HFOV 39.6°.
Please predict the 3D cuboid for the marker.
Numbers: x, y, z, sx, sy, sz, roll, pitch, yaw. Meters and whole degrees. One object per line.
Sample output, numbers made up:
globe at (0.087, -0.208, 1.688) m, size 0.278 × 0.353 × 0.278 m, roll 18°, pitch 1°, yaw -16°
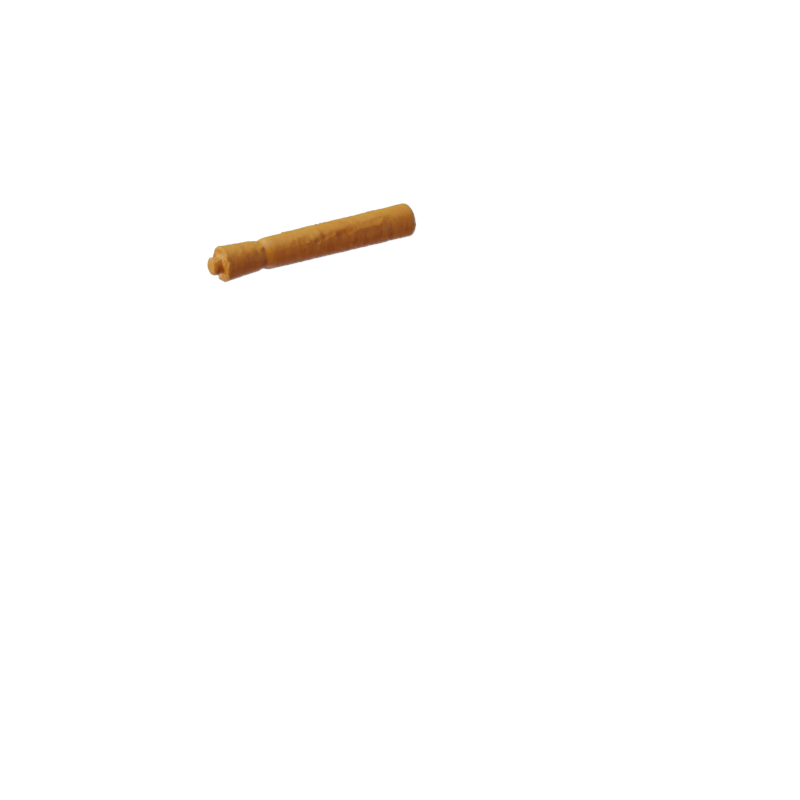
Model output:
marker at (-0.046, -0.084, 0.590) m, size 0.119 × 0.019 × 0.020 m, roll -18°, pitch 12°, yaw -28°
